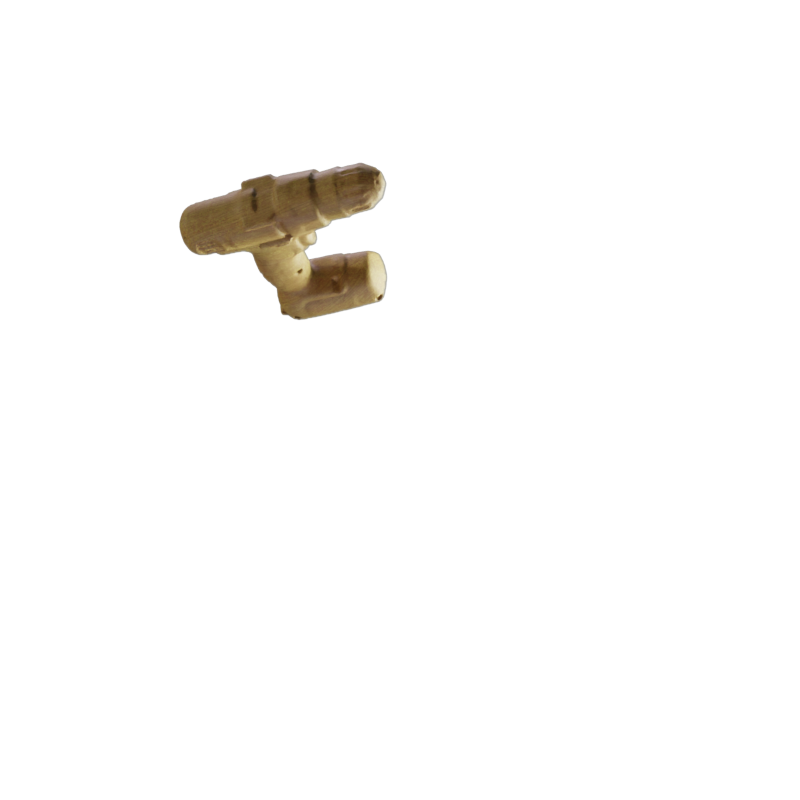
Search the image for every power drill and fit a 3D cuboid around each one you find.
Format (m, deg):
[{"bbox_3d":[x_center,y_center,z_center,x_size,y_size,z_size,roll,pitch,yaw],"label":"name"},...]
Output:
[{"bbox_3d":[-0.077,-0.141,0.987,0.187,0.061,0.174,-9,-25,19],"label":"power drill"}]
